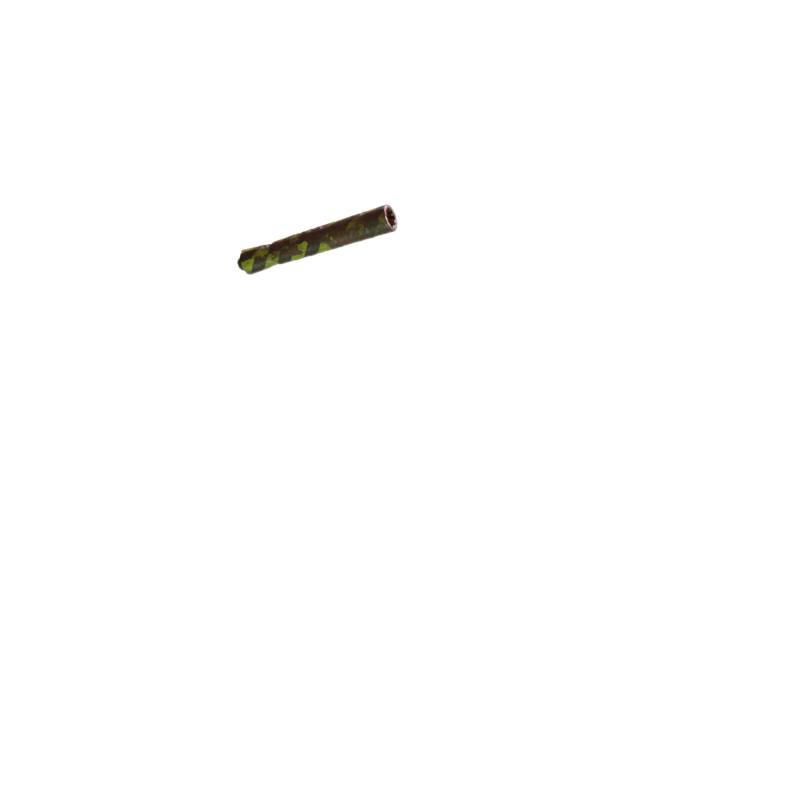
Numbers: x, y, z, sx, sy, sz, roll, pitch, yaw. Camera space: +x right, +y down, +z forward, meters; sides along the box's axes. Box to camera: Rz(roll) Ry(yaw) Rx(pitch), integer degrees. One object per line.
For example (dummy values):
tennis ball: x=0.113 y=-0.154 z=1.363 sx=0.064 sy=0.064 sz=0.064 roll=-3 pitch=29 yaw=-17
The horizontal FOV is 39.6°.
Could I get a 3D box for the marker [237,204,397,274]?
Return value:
marker: x=-0.060 y=-0.109 z=0.760 sx=0.123 sy=0.020 sz=0.019 roll=-13 pitch=-2 yaw=26
